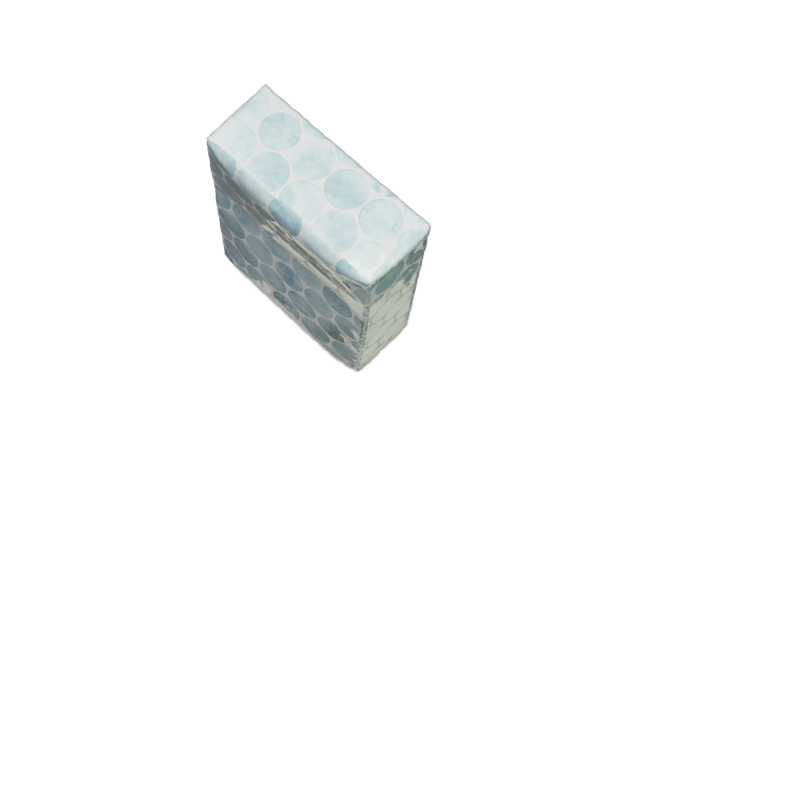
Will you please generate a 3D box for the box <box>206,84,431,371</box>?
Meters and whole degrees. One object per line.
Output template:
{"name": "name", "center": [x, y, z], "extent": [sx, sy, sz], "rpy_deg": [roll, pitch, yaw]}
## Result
{"name": "box", "center": [-0.068, -0.123, 0.864], "extent": [0.170, 0.073, 0.205], "rpy_deg": [43, -15, 11]}
